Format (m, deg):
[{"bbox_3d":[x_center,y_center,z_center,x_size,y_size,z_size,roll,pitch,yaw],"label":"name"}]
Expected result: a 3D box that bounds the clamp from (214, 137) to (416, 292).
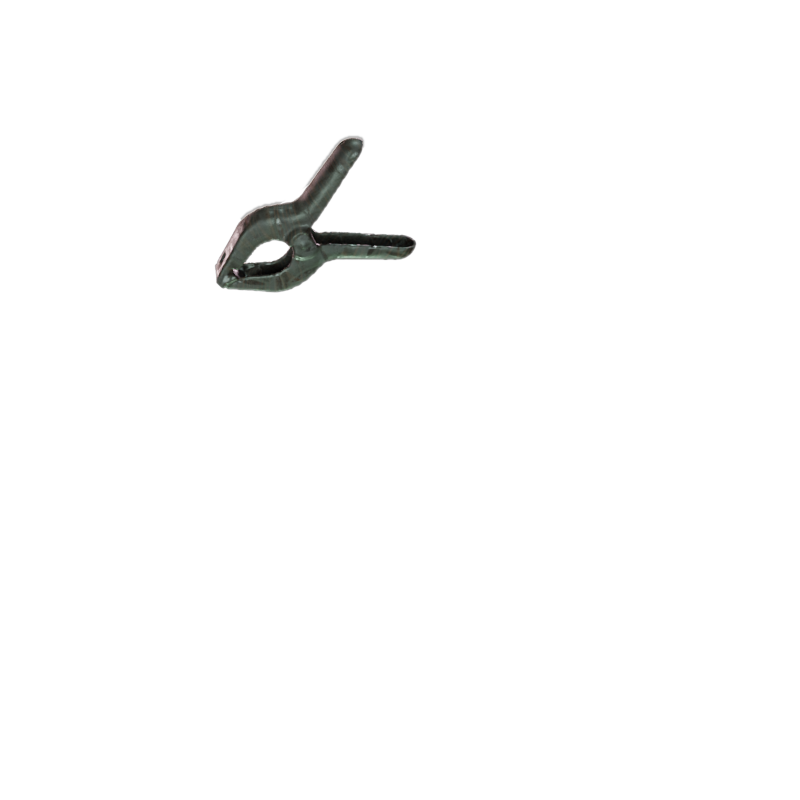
[{"bbox_3d":[-0.074,-0.135,0.945,0.171,0.114,0.041,-31,22,14],"label":"clamp"}]
